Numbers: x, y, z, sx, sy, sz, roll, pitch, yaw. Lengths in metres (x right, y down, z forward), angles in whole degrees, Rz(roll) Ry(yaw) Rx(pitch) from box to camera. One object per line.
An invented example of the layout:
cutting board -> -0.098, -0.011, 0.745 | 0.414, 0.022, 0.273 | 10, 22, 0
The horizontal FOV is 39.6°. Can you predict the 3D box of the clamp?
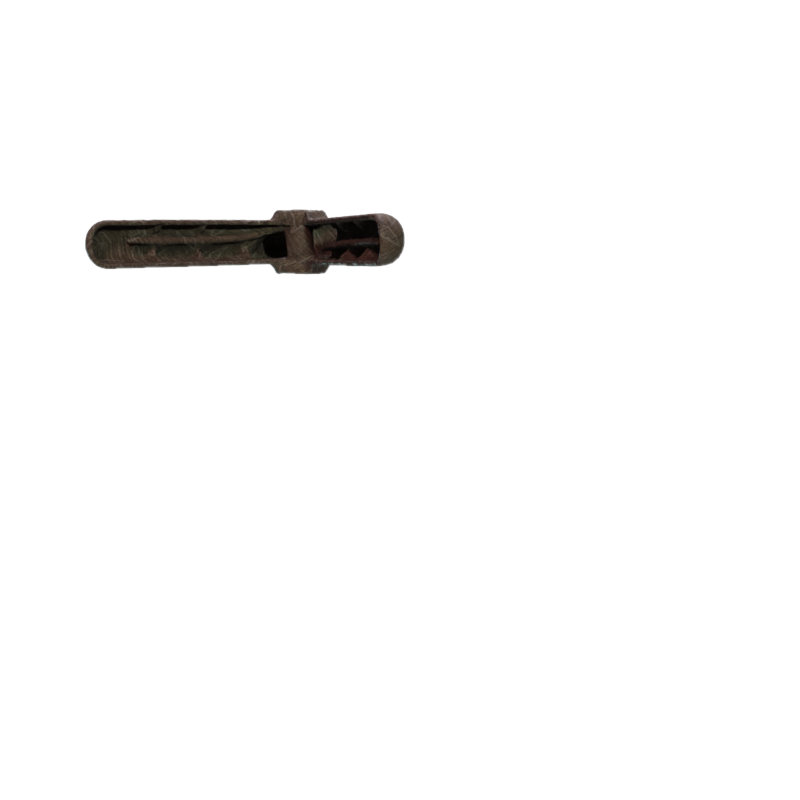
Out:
clamp -> -0.048, -0.088, 0.615 | 0.170, 0.036, 0.206 | 3, 9, 23
